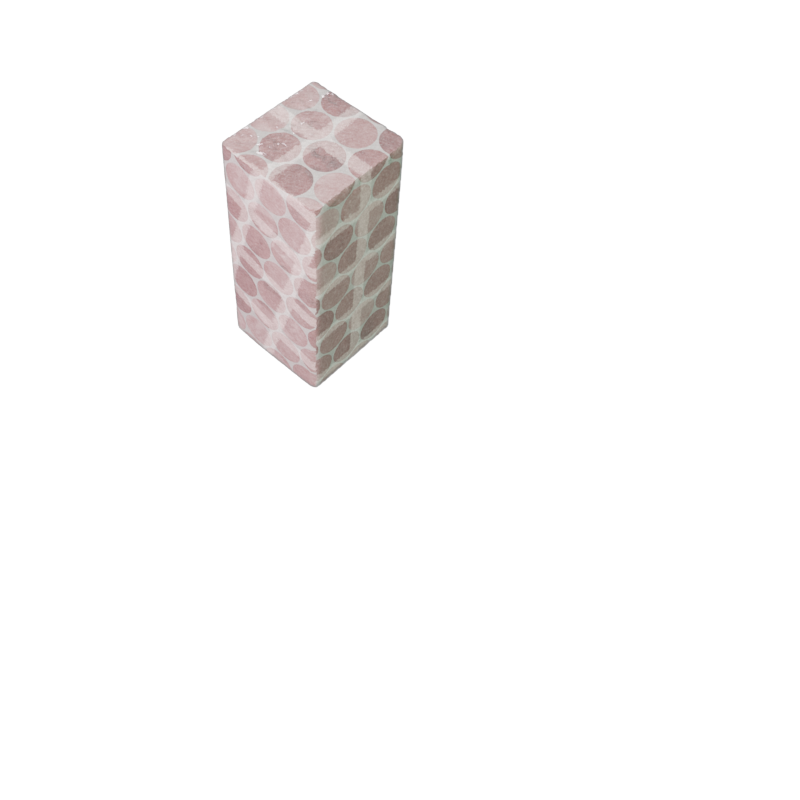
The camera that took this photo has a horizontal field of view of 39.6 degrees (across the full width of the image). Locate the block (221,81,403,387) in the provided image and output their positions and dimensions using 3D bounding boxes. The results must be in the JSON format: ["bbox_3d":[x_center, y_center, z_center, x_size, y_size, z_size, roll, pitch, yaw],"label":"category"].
[{"bbox_3d":[-0.063,-0.115,0.812,0.095,0.193,0.092,38,61,22],"label":"block"}]
